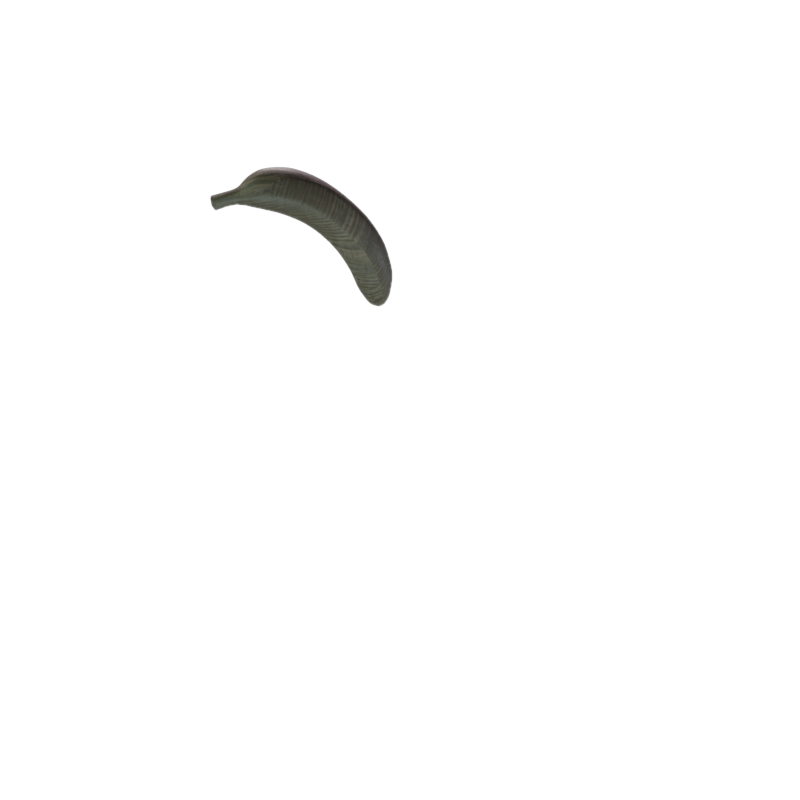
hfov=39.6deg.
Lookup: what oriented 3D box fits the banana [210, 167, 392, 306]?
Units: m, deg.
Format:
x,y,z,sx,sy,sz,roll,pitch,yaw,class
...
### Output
x,y,z,sx,sy,sz,roll,pitch,yaw,class
-0.062,-0.142,0.917,0.185,0.039,0.069,31,-48,-34,banana
